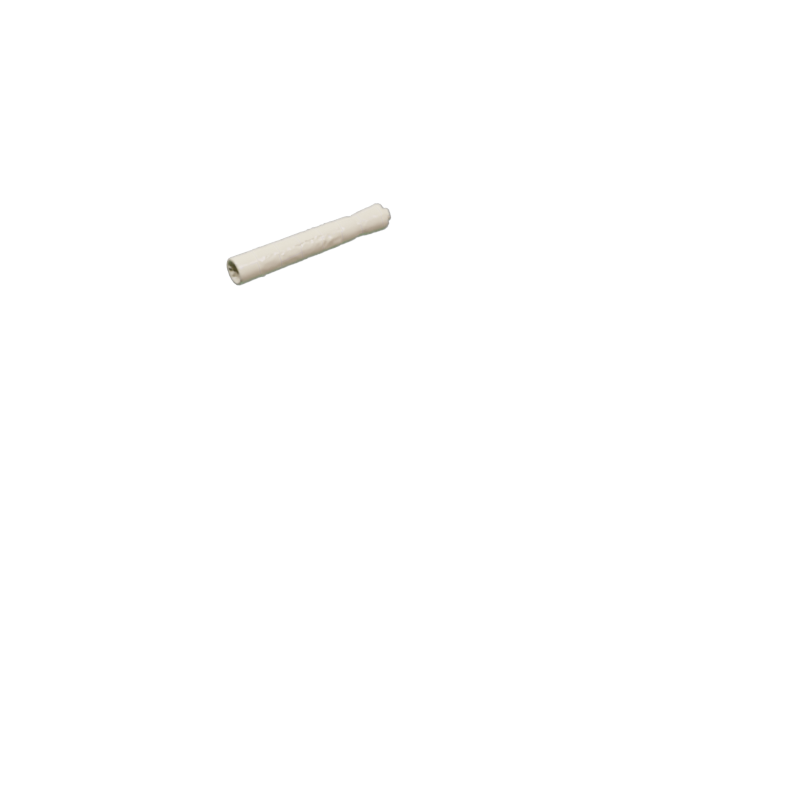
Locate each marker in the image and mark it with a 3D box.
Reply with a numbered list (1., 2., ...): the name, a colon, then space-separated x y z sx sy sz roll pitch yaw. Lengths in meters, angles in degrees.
1. marker: -0.057 -0.103 0.725 0.120 0.019 0.020 -25 16 -27
